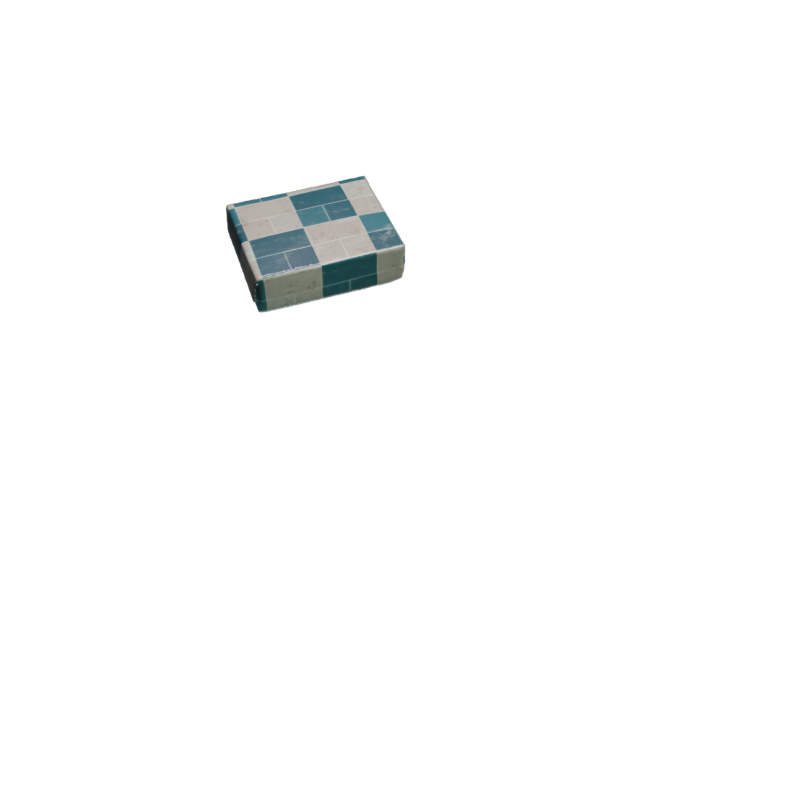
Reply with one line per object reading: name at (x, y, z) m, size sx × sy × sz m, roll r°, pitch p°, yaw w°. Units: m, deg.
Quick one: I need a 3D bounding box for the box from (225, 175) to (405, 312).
box at (-0.064, -0.116, 0.814) m, size 0.112 × 0.036 × 0.097 m, roll -13°, pitch 46°, yaw -13°
